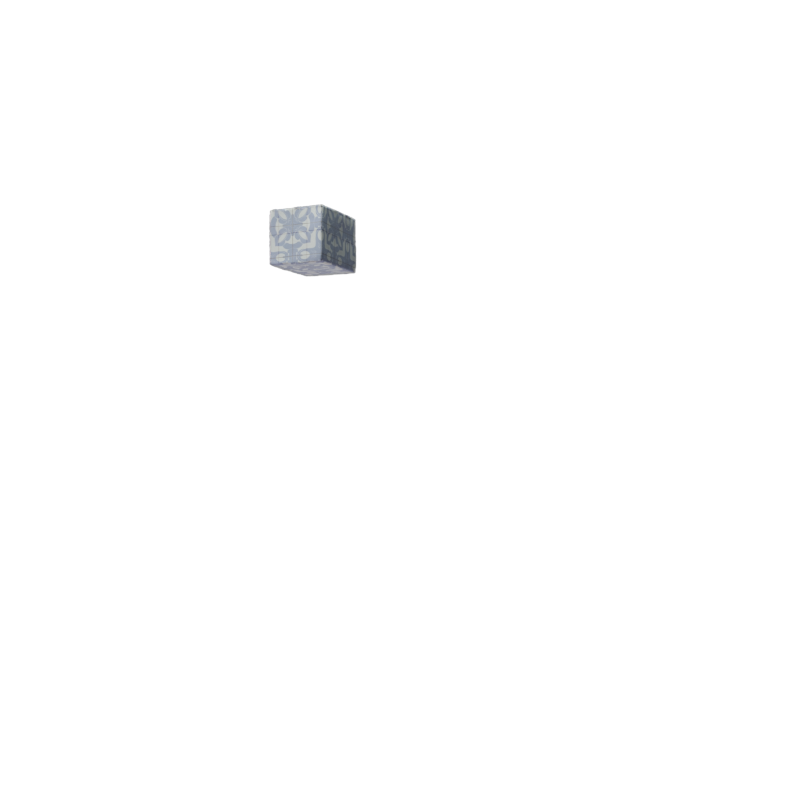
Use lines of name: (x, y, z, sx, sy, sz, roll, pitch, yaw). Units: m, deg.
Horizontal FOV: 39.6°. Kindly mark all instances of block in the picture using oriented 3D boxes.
block: (-0.078, -0.142, 0.998, 0.054, 0.052, 0.075, -3, -5, 22)
